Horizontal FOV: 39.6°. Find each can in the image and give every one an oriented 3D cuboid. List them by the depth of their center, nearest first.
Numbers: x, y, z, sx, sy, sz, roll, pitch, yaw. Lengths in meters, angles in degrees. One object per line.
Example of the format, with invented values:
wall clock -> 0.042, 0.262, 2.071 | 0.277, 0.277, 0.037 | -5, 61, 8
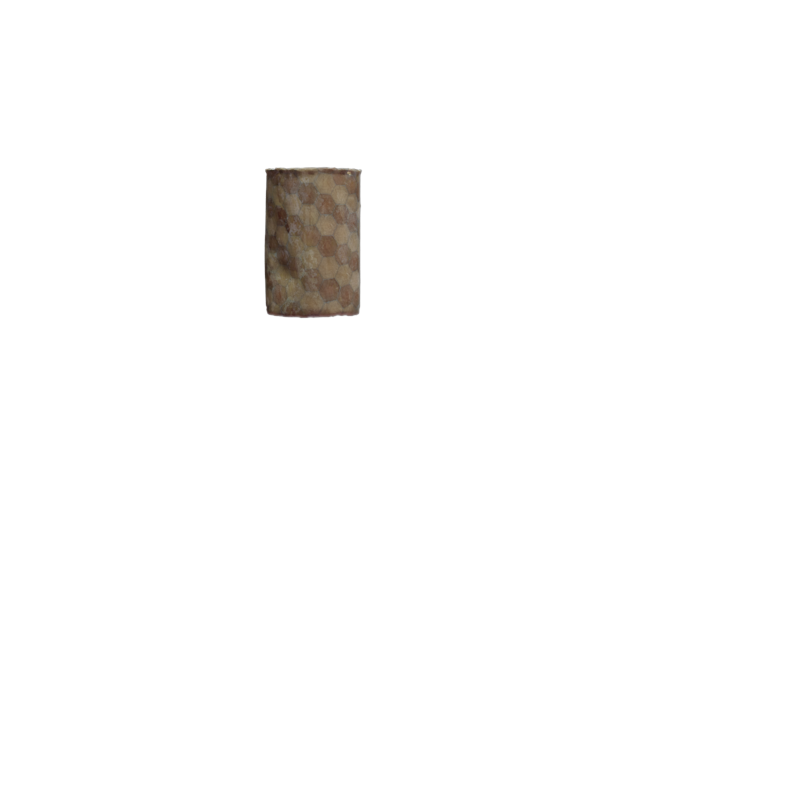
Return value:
can -> -0.061, -0.111, 0.778 | 0.068, 0.102, 0.069 | 0, 3, -2
